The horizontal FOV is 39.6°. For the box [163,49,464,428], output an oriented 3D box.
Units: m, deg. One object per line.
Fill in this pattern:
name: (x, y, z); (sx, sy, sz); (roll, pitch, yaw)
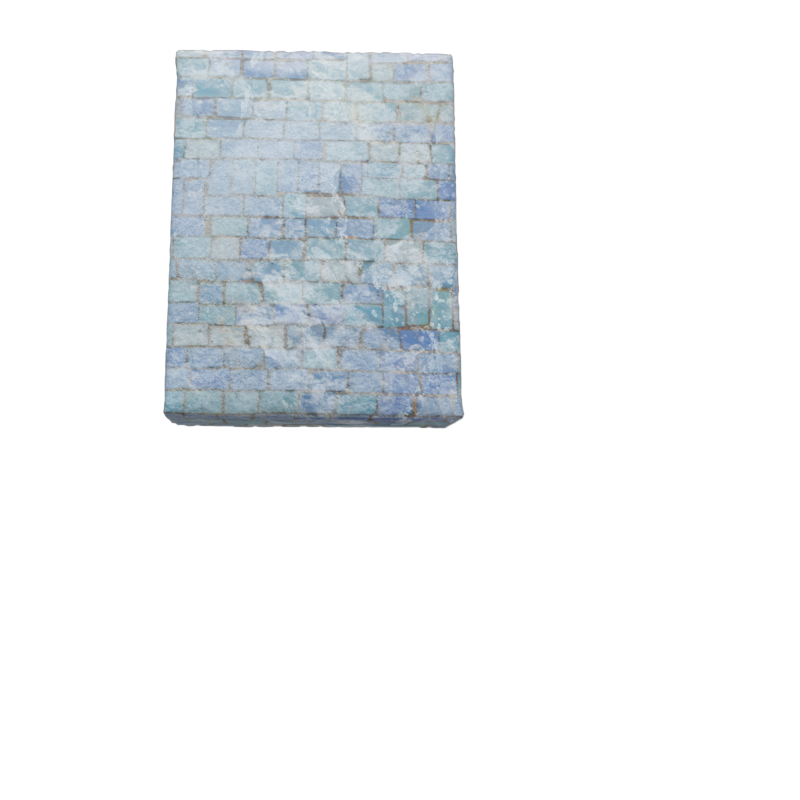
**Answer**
box: (-0.051, -0.093, 0.649); (0.163, 0.221, 0.070); (0, -14, -3)
